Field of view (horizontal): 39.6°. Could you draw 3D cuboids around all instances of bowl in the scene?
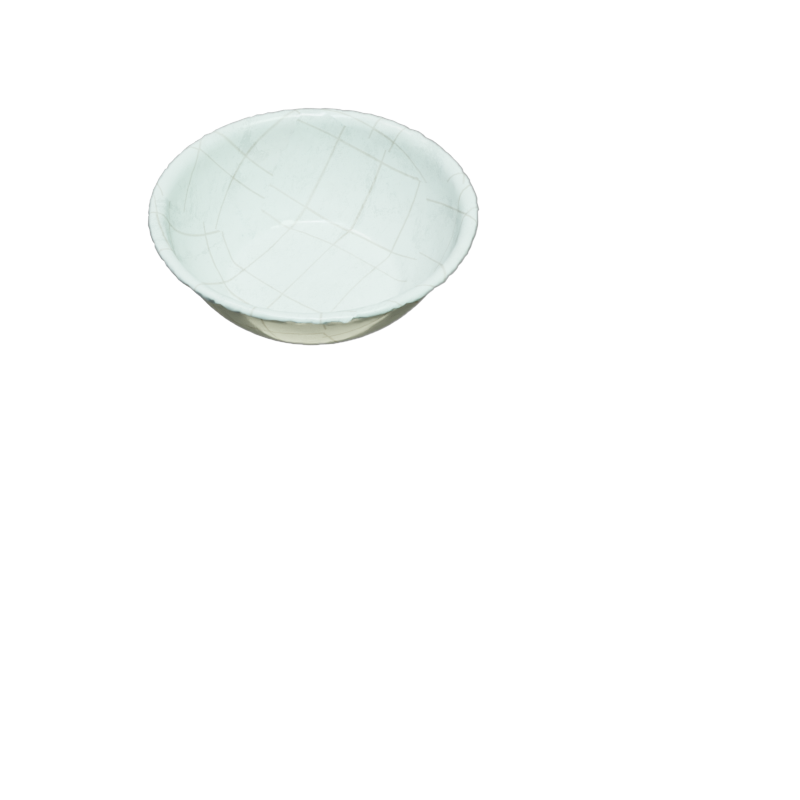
[{"bbox_3d":[-0.044,-0.080,0.560,0.162,0.174,0.051,-1,-44,-1],"label":"bowl"}]
